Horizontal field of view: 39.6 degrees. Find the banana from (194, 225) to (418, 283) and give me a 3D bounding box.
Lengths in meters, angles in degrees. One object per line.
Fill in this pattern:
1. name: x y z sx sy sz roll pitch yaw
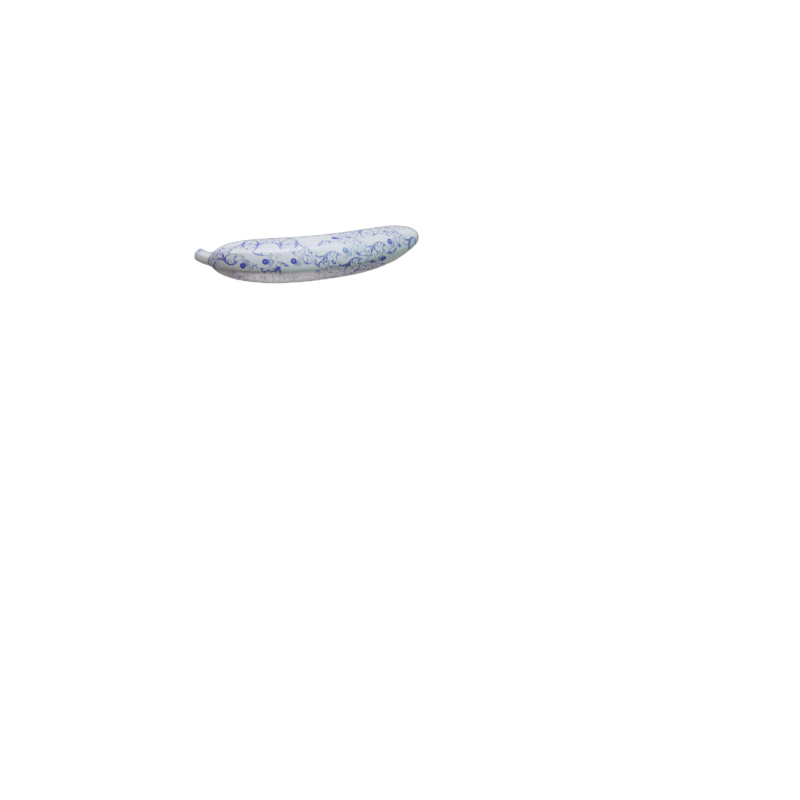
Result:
1. banana: -0.075 -0.127 0.944 0.196 0.035 0.074 -5 31 -8
